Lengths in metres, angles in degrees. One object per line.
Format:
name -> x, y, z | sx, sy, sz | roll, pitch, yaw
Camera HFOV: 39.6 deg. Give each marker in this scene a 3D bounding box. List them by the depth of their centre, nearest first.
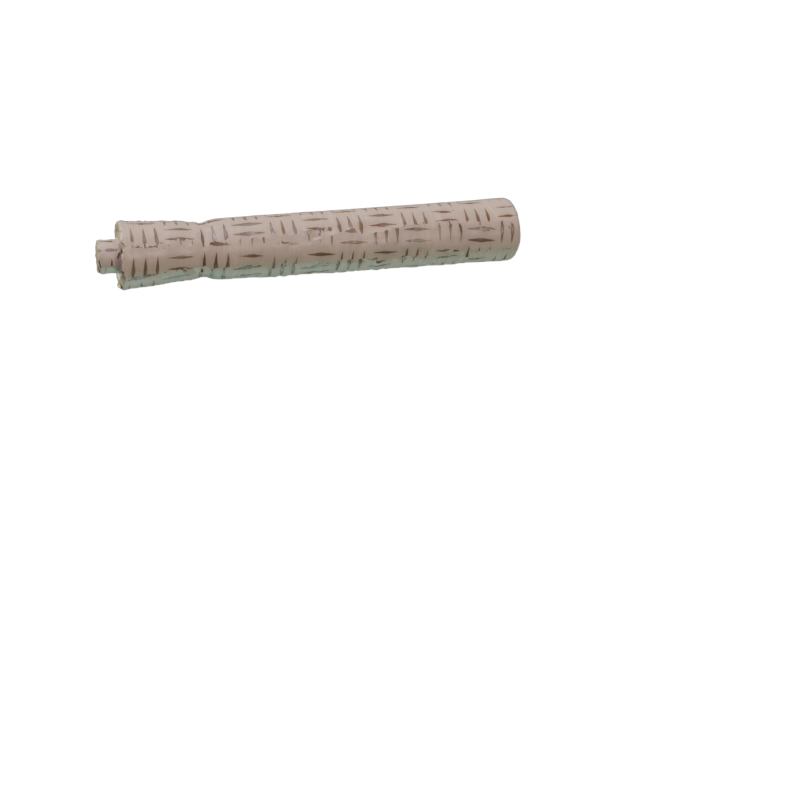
marker -> -0.024, -0.045, 0.313 | 0.119, 0.020, 0.020 | -6, 6, -17
